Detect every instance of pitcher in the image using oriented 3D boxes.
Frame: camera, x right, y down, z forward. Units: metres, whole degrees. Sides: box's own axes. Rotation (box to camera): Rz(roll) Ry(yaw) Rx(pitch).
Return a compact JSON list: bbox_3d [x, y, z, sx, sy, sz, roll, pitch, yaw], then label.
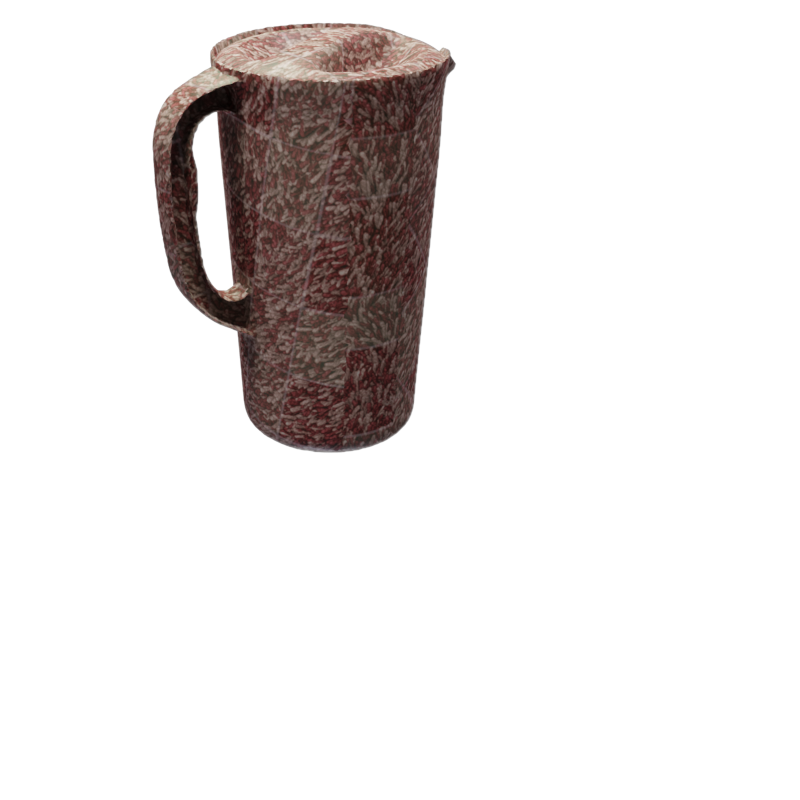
[{"bbox_3d":[-0.051,-0.093,0.654,0.151,0.230,0.151,6,26,9],"label":"pitcher"}]
